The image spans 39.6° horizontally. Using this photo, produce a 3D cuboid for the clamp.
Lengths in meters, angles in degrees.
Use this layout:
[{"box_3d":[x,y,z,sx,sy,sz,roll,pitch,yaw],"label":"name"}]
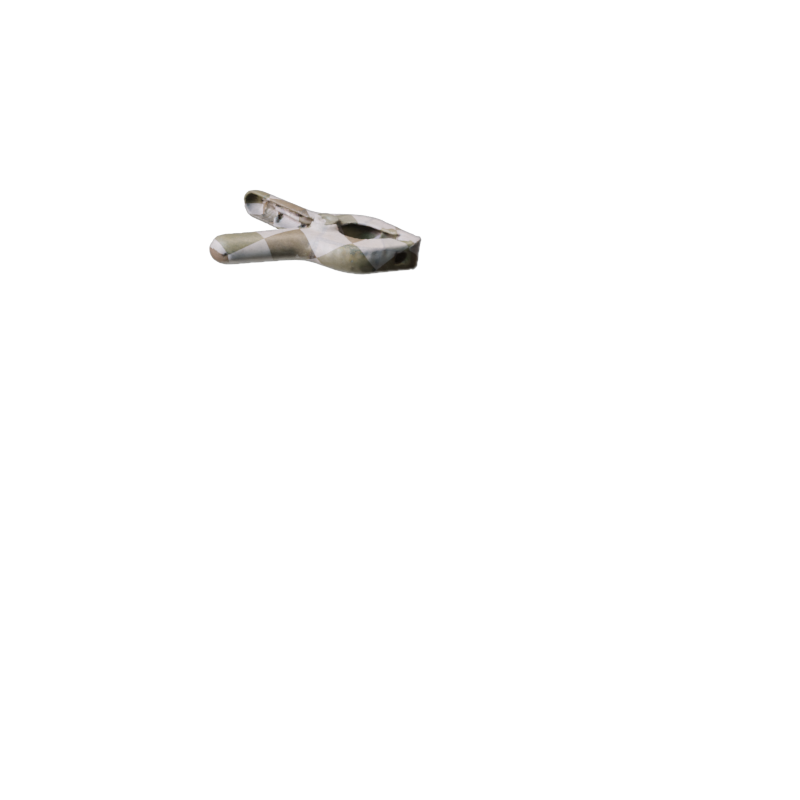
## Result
[{"box_3d":[-0.073,-0.132,0.927,0.176,0.037,0.124,12,37,16],"label":"clamp"}]
